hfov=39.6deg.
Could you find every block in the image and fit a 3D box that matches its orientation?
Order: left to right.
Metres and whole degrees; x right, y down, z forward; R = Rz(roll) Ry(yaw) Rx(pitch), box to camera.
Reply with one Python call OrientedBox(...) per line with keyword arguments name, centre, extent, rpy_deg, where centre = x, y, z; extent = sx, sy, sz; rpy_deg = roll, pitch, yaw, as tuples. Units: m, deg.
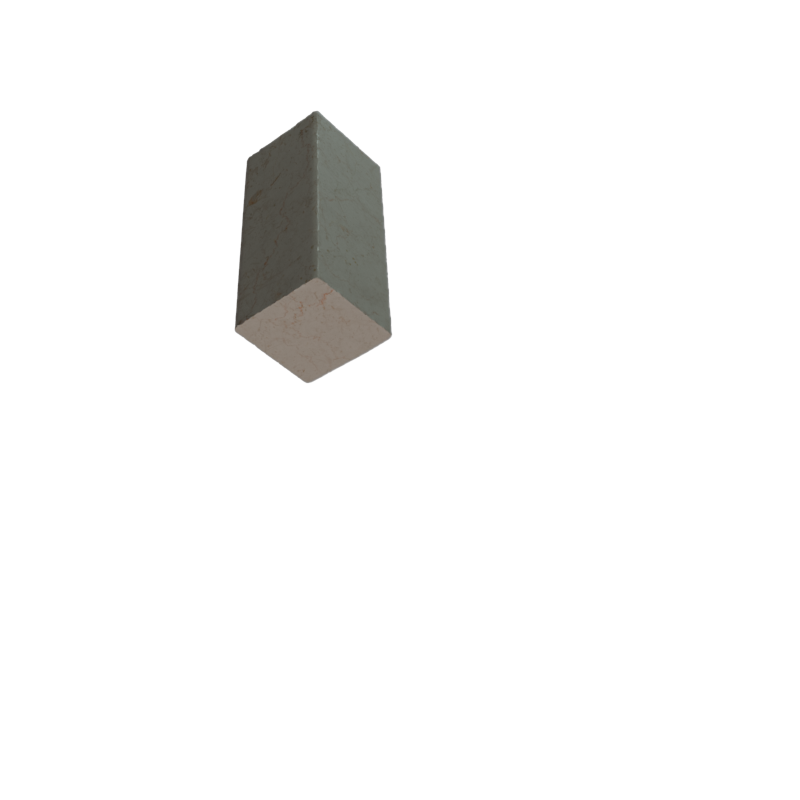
OrientedBox(name="block", centre=(-0.073, -0.132, 0.925), extent=(0.090, 0.221, 0.085), rpy_deg=(-31, -49, 26))
